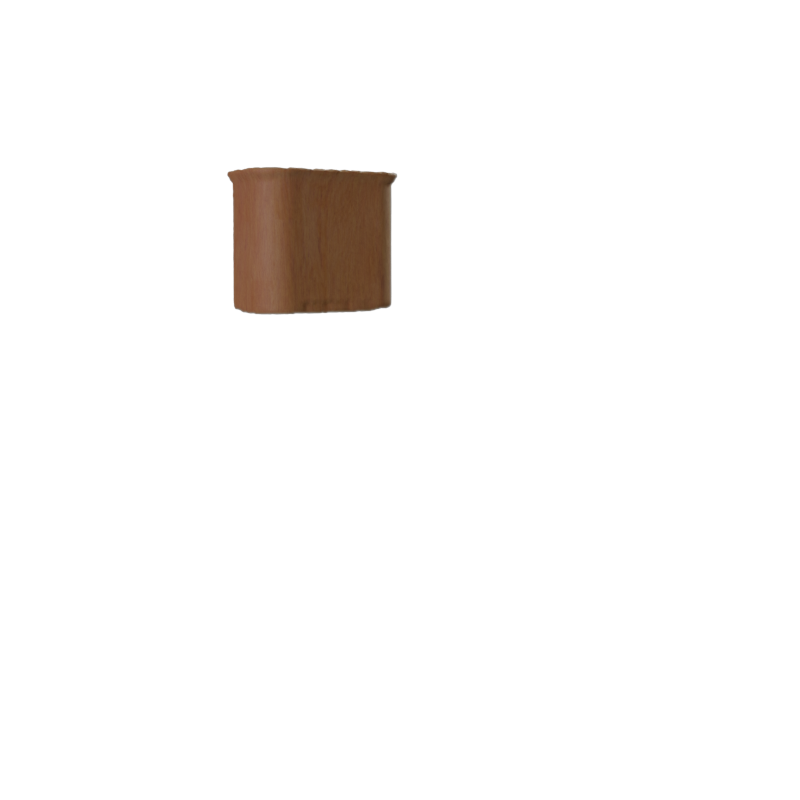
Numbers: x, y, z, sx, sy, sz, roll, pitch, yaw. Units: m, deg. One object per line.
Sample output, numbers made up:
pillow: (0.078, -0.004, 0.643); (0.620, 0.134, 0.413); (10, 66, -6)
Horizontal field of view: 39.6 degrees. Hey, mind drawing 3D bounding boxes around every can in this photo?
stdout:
can: (-0.052, -0.095, 0.667); (0.098, 0.084, 0.060); (-3, 3, -35)
